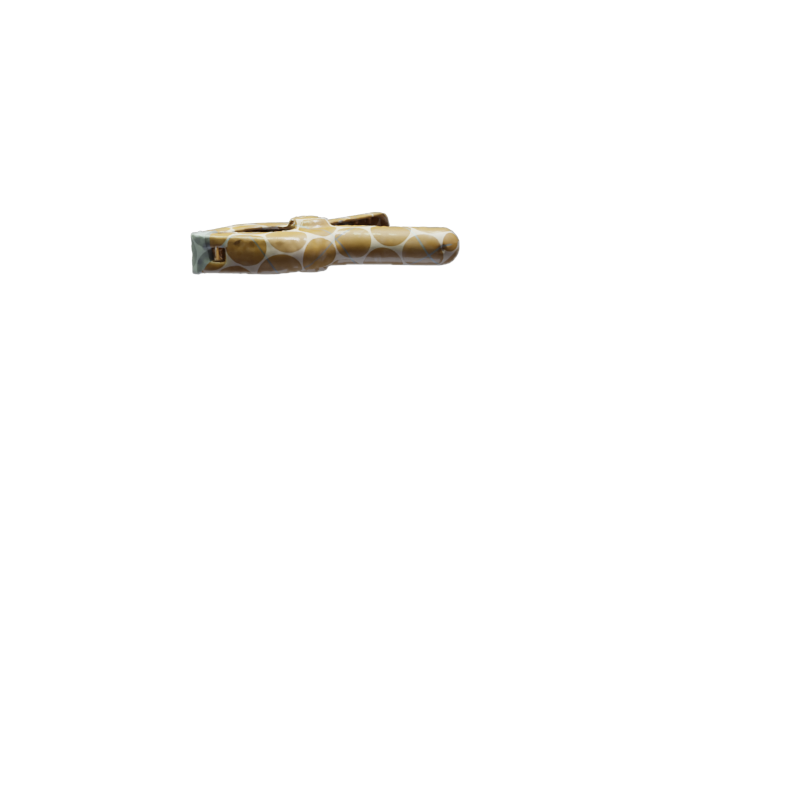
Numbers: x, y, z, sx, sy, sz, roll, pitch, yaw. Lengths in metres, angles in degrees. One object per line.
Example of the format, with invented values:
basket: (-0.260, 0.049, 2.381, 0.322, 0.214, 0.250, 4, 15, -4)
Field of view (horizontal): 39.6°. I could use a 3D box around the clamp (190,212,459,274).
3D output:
clamp: (-0.059, -0.107, 0.750, 0.168, 0.039, 0.124, -2, 10, -14)
